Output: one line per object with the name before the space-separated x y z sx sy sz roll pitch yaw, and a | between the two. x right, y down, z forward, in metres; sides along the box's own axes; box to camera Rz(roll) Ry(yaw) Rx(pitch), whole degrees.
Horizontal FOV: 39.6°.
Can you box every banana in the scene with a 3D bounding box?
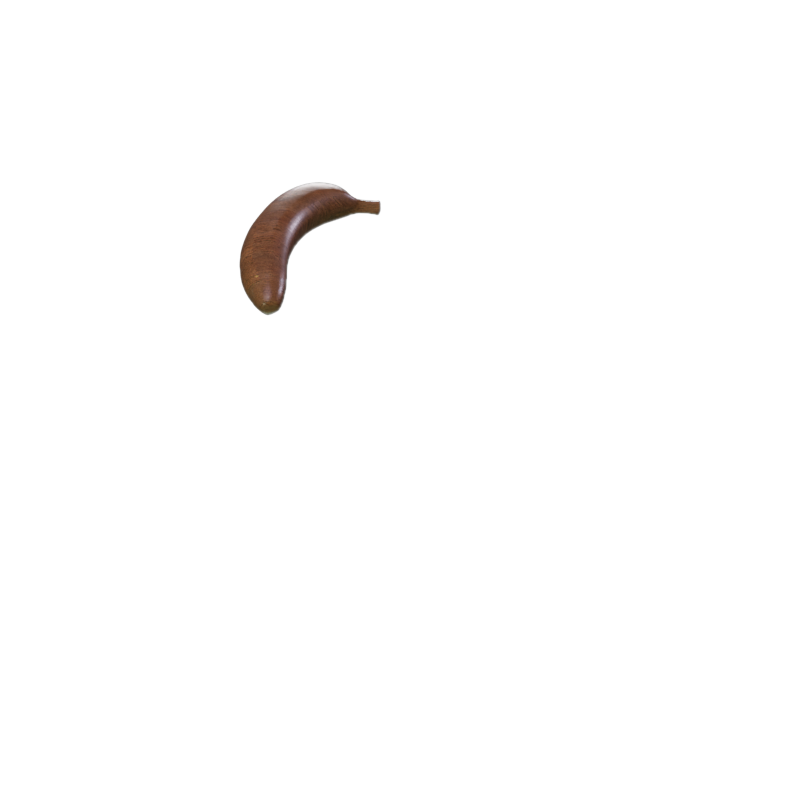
banana | -0.082 -0.129 0.864 0.072 0.034 0.203 13 37 18
